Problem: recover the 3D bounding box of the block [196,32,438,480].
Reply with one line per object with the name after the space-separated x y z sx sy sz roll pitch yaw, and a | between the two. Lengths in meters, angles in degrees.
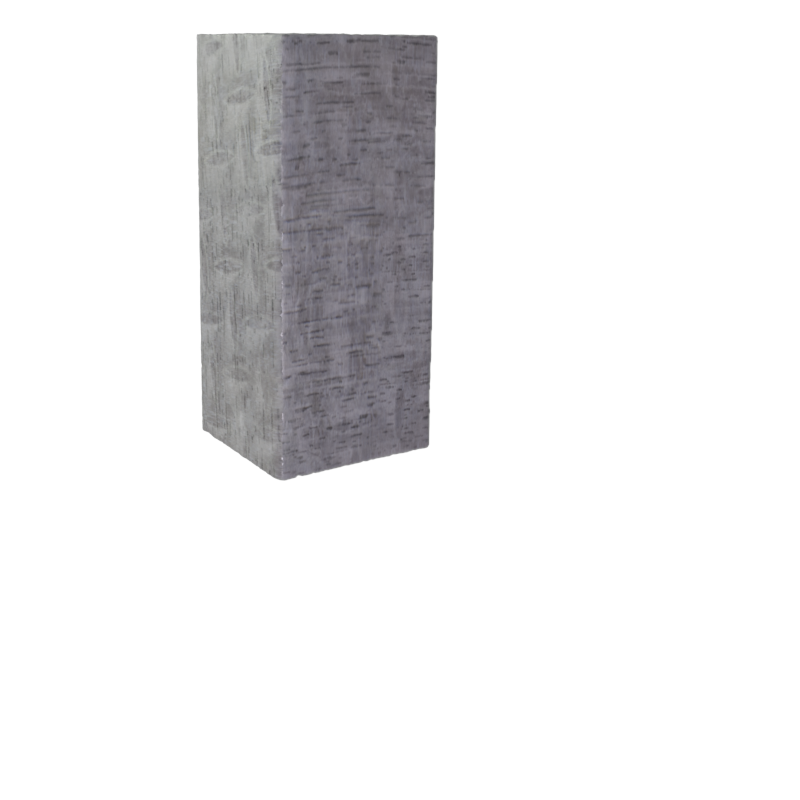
-0.044 -0.080 0.559 0.088 0.201 0.095 -7 14 -33 | block
